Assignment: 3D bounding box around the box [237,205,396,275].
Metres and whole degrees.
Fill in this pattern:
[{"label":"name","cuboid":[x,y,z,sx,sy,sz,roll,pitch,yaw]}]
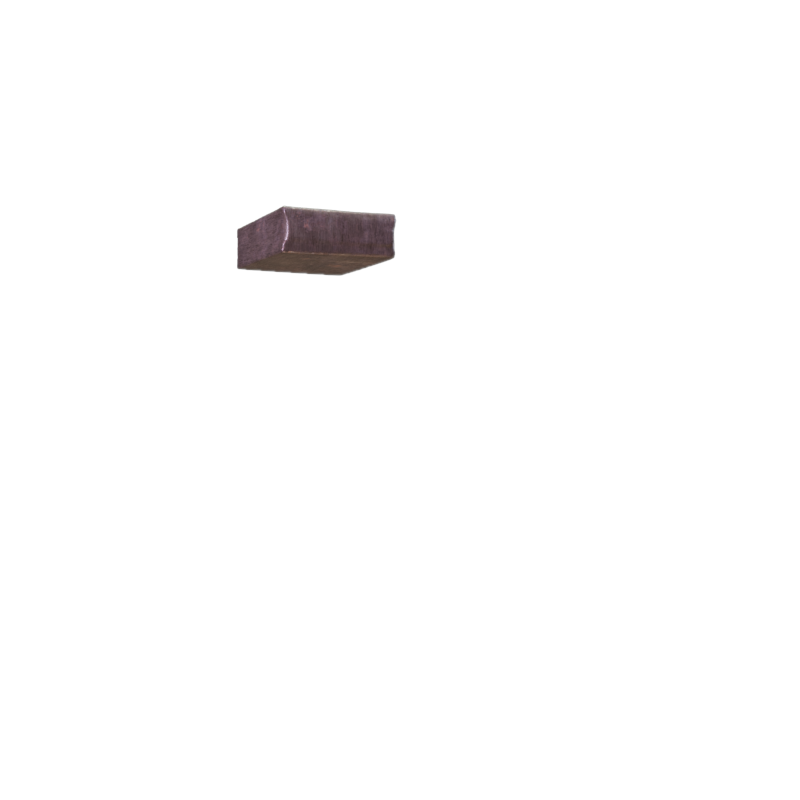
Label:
[{"label":"box","cuboid":[-0.054,-0.098,0.685,0.071,0.031,0.091,1,-3,-24]}]
